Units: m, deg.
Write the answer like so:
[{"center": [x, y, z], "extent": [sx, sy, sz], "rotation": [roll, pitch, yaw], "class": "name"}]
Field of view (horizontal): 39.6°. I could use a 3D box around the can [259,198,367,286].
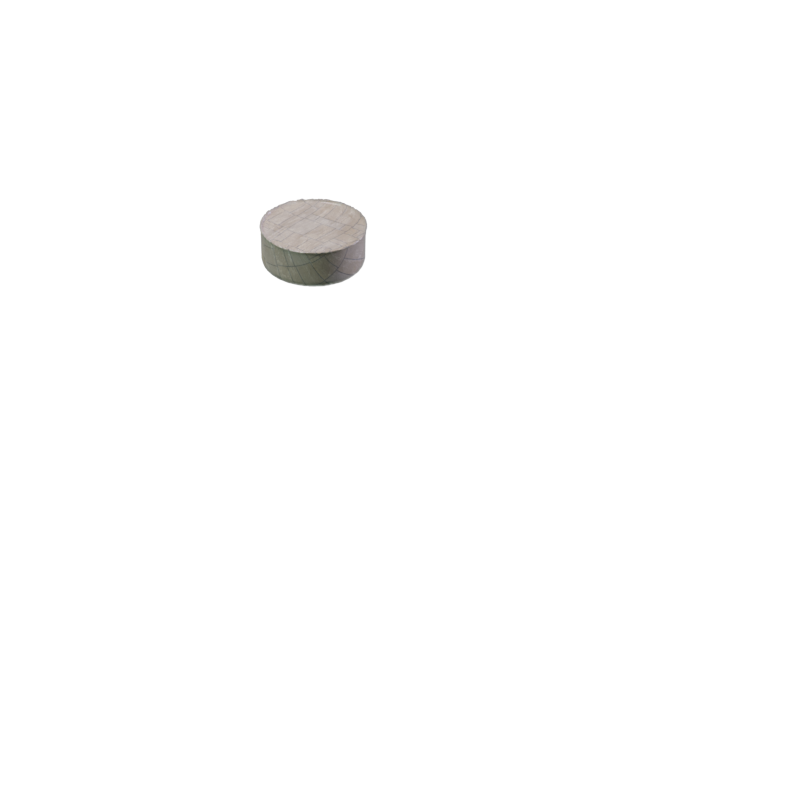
[{"center": [-0.070, -0.127, 0.892], "extent": [0.086, 0.031, 0.092], "rotation": [-1, 36, -2], "class": "can"}]
